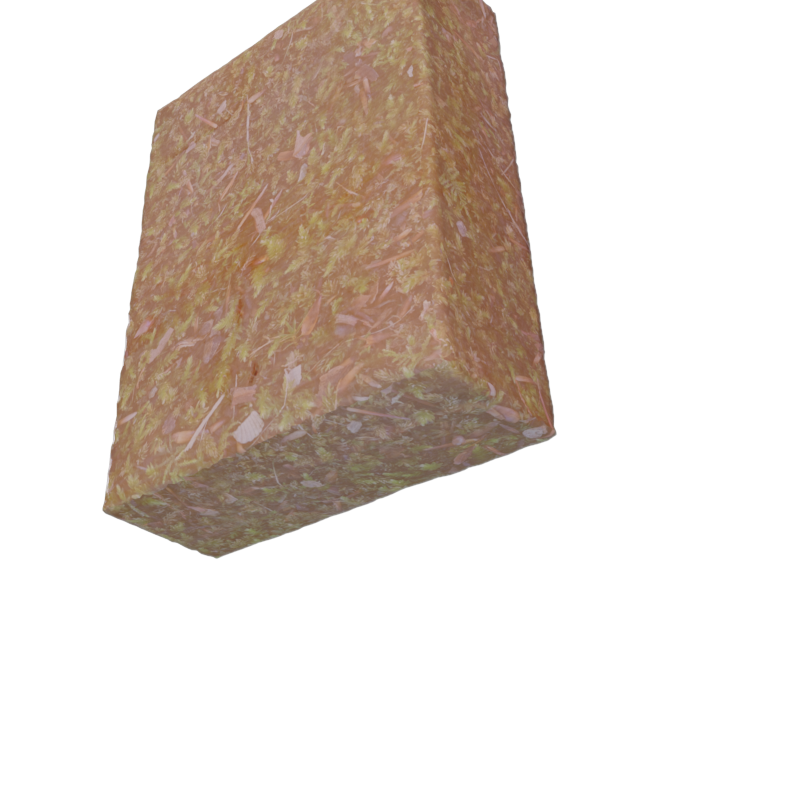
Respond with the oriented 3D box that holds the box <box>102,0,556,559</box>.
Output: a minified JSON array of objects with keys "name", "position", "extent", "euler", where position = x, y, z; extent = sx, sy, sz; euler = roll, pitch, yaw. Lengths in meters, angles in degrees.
[{"name":"box","position":[-0.036,-0.065,0.455],"extent":[0.165,0.229,0.067],"euler":[-25,-40,30]}]
